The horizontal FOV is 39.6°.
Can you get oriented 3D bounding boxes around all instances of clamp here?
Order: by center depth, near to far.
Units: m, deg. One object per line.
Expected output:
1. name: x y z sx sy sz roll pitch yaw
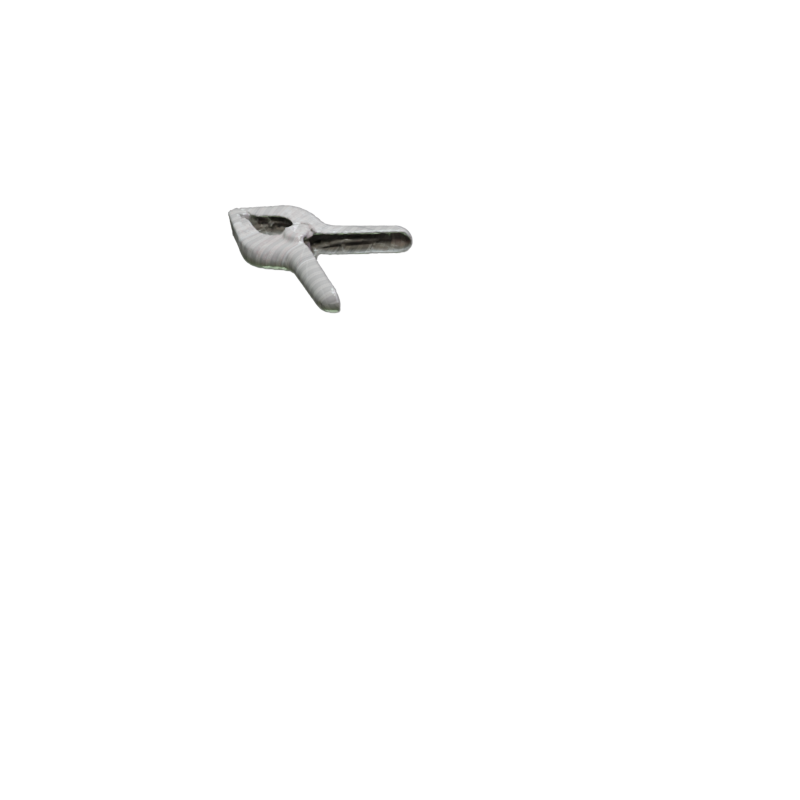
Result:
1. clamp: -0.078 -0.142 0.992 0.120 0.037 0.183 -31 47 -34
